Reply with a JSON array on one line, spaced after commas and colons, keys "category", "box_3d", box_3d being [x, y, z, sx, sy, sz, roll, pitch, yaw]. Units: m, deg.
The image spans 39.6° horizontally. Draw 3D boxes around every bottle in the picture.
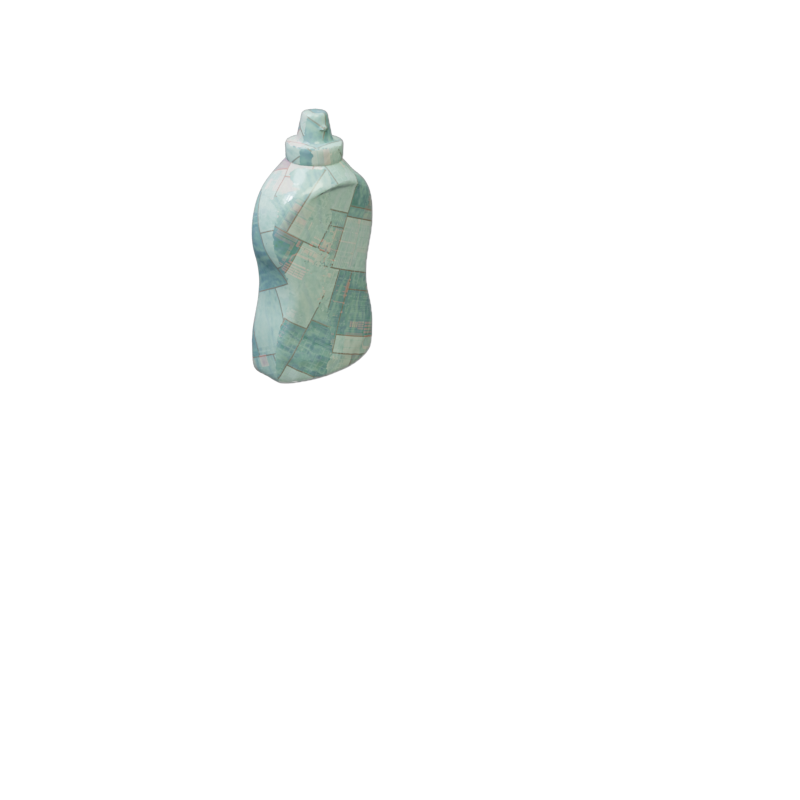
[{"category": "bottle", "box_3d": [-0.062, -0.113, 0.794, 0.094, 0.183, 0.062, -18, 29, -38]}]
